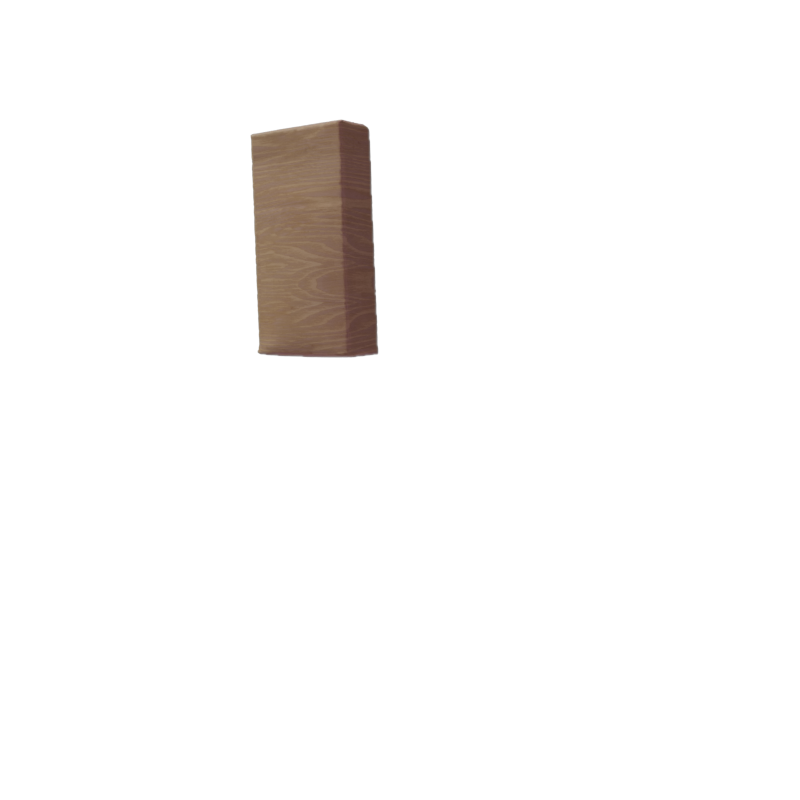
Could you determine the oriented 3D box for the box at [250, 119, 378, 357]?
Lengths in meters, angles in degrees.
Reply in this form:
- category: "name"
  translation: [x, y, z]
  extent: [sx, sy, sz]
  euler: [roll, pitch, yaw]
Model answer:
- category: "box"
  translation: [-0.067, -0.122, 0.854]
  extent: [0.097, 0.178, 0.046]
  euler: [-2, -4, 37]
